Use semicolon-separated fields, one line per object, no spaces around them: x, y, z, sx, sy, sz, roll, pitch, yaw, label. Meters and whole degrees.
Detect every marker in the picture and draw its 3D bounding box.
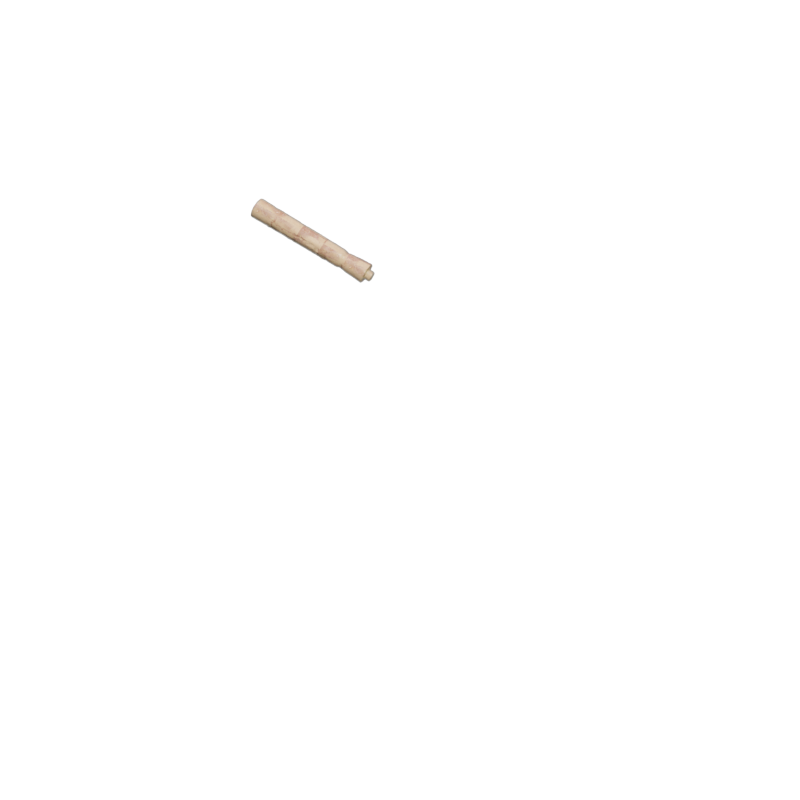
-0.076;-0.138;0.967;0.125;0.019;0.019;32;10;12;marker
